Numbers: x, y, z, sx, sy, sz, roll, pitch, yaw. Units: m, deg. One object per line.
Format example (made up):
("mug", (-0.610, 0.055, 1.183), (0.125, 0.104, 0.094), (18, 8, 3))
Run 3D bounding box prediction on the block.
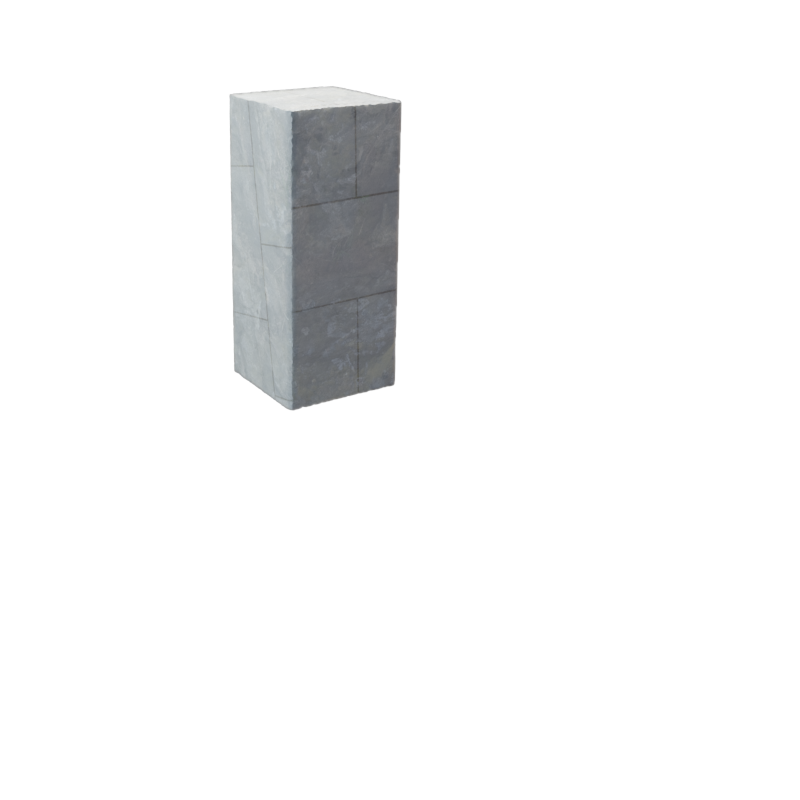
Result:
("block", (-0.062, -0.112, 0.786), (0.089, 0.198, 0.096), (-11, 21, -32))
